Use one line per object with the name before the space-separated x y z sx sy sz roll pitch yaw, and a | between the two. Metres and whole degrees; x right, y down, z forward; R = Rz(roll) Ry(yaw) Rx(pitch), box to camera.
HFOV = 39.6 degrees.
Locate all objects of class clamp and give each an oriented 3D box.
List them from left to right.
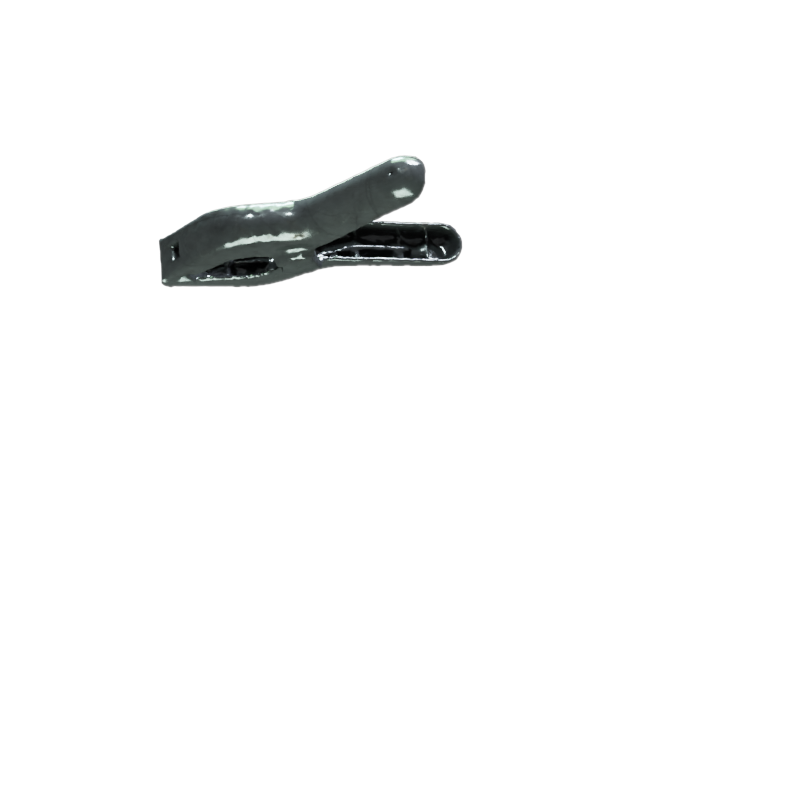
clamp | -0.049 -0.089 0.623 0.174 0.041 0.112 -8 -21 22
